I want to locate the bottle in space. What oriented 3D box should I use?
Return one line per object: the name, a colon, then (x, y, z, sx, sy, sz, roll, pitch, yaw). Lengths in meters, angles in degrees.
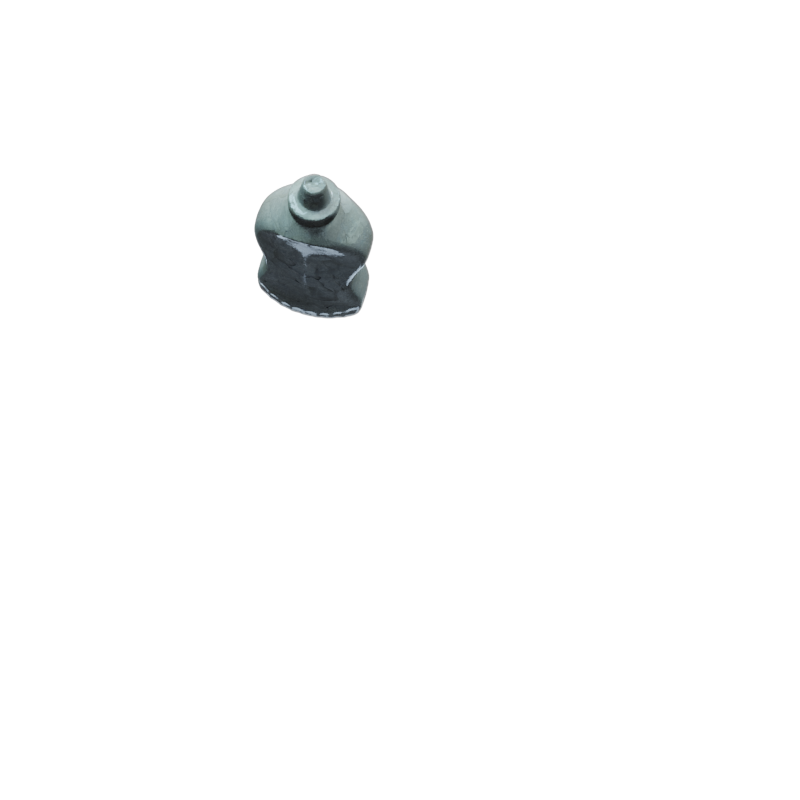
bottle: (-0.071, -0.131, 0.913, 0.097, 0.061, 0.182, 18, -20, 3)
